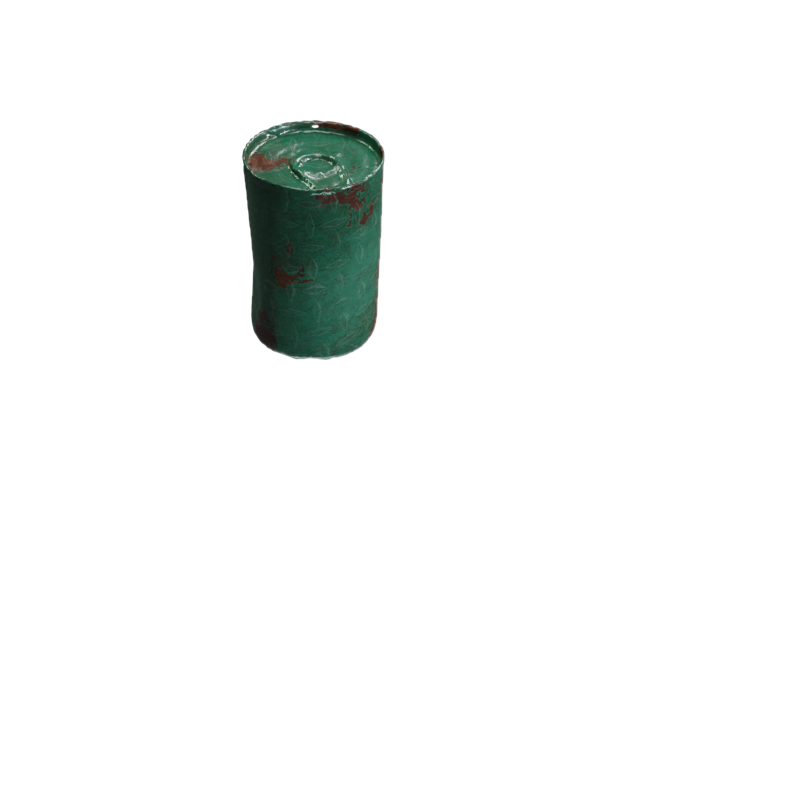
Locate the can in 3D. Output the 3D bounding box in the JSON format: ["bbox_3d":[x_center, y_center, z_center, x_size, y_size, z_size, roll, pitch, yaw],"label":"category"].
[{"bbox_3d":[-0.043,-0.079,0.555,0.068,0.096,0.073,0,37,-3],"label":"can"}]
